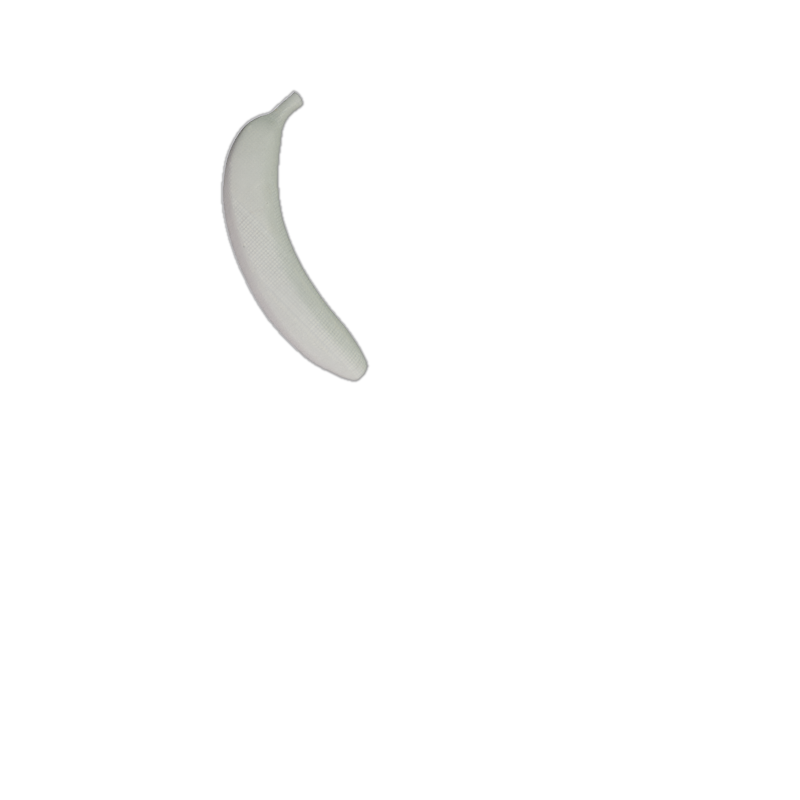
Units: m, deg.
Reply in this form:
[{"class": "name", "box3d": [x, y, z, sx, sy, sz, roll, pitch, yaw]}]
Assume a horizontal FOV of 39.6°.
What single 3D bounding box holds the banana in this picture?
[{"class": "banana", "box3d": [-0.076, -0.104, 0.728, 0.069, 0.200, 0.036, -13, -4, -2]}]
